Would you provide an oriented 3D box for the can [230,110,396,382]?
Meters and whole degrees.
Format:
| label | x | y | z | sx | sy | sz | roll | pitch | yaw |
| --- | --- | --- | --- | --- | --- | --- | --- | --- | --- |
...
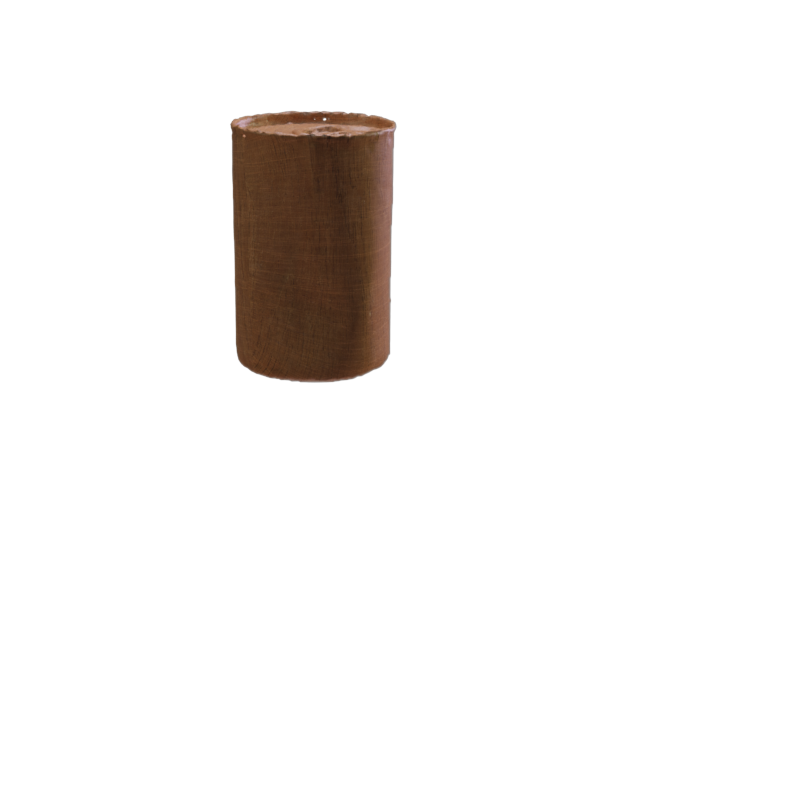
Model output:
| label | x | y | z | sx | sy | sz | roll | pitch | yaw |
| --- | --- | --- | --- | --- | --- | --- | --- | --- | --- |
| can | -0.036 | -0.067 | 0.466 | 0.068 | 0.099 | 0.071 | 0 | 17 | -2 |
